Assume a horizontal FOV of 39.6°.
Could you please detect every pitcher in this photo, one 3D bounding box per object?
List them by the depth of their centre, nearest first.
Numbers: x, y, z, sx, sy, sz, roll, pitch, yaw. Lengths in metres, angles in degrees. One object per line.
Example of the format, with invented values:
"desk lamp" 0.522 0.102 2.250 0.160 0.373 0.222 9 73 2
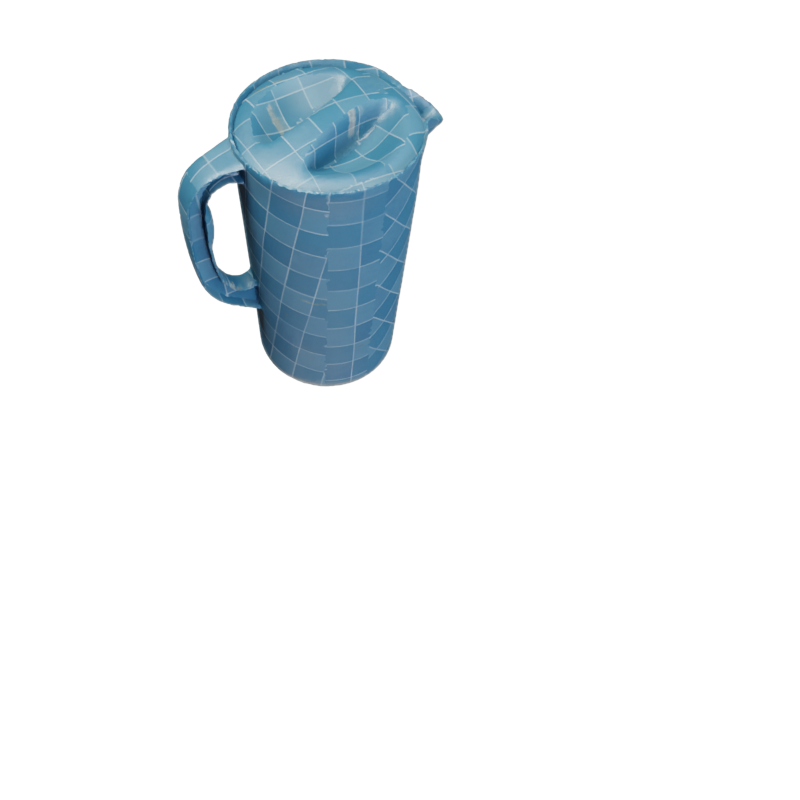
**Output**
"pitcher" -0.064 -0.116 0.815 0.153 0.151 0.227 18 -37 11
